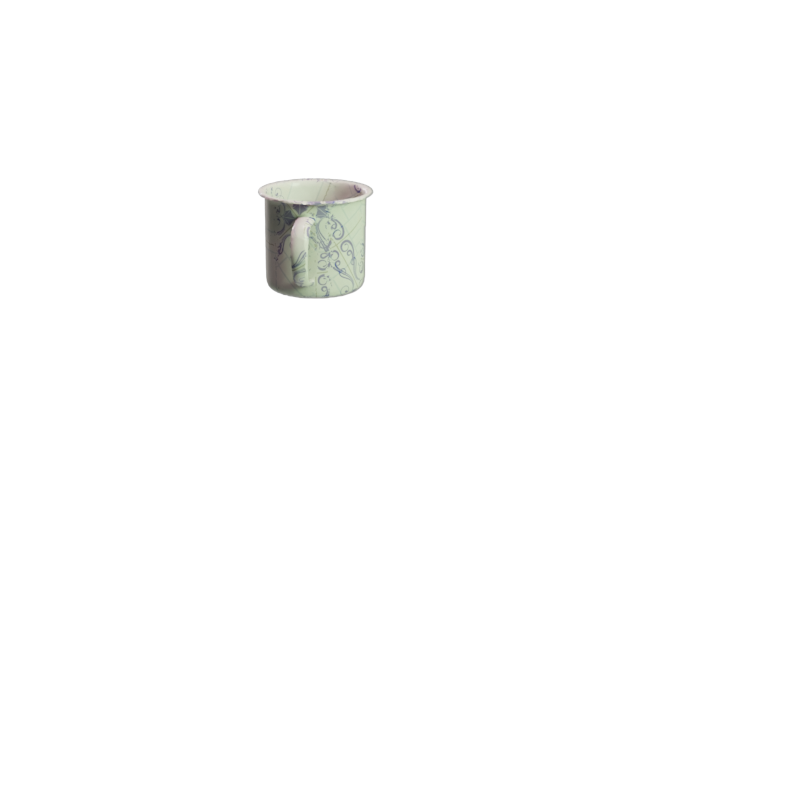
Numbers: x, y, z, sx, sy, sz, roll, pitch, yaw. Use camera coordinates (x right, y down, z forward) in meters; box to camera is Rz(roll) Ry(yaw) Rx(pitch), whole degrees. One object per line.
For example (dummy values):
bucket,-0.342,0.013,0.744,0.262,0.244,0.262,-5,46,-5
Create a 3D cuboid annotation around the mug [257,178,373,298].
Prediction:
mug,-0.070,-0.127,0.893,0.094,0.078,0.121,2,20,5
